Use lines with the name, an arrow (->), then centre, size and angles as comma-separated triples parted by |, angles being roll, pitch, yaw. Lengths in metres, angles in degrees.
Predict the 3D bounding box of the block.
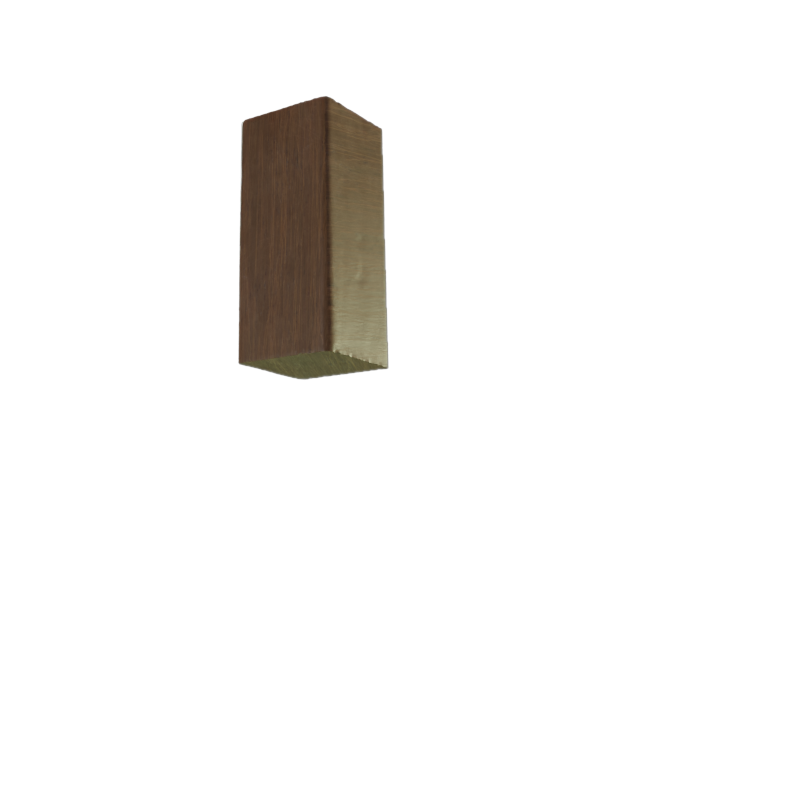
block -> -0.071, -0.129, 0.905 | 0.093, 0.214, 0.085 | -11, -18, 32
